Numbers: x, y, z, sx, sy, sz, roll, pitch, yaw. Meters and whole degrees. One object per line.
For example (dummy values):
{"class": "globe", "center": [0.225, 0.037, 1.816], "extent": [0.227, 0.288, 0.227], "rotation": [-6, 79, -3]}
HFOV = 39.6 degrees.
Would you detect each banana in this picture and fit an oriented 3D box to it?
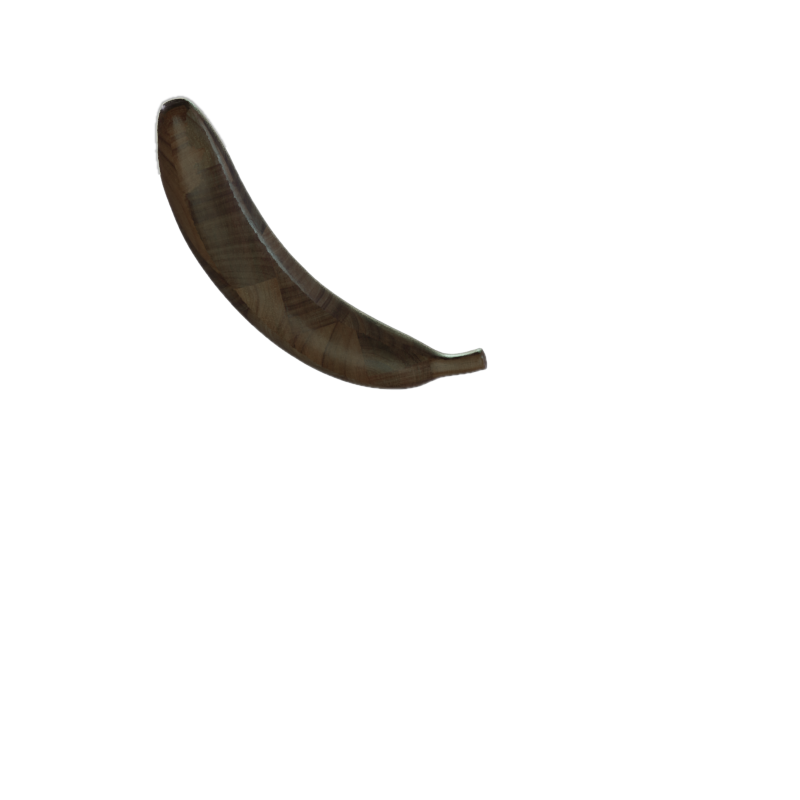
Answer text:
{"class": "banana", "center": [-0.051, -0.060, 0.527], "extent": [0.190, 0.068, 0.039], "rotation": [38, 21, -18]}
